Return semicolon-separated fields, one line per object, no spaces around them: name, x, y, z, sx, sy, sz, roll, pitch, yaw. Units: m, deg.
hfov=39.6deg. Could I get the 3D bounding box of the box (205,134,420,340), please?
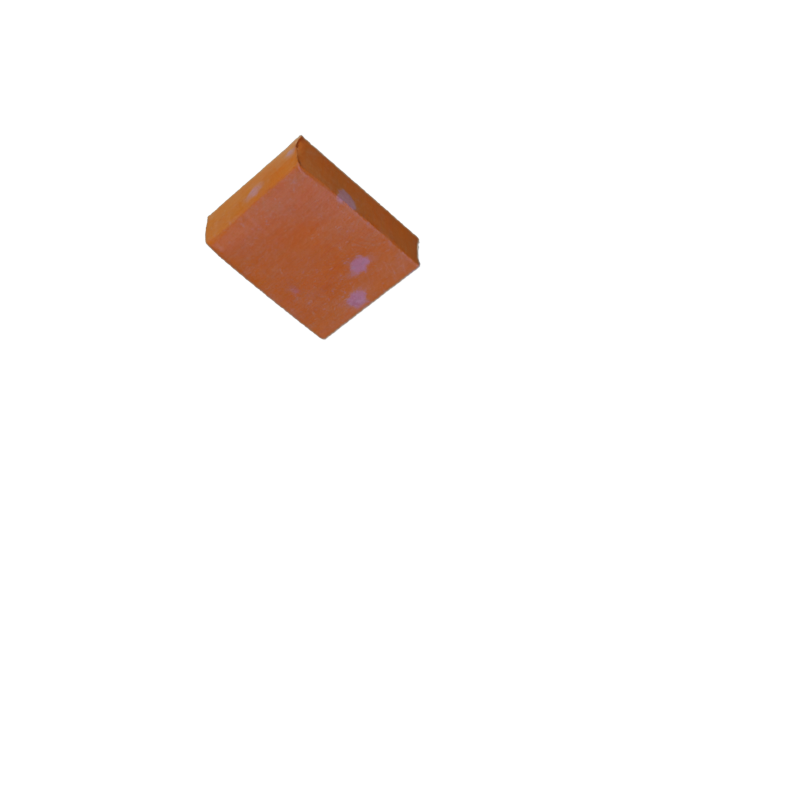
box;-0.056;-0.102;0.716;0.089;0.042;0.107;-38;-61;25
